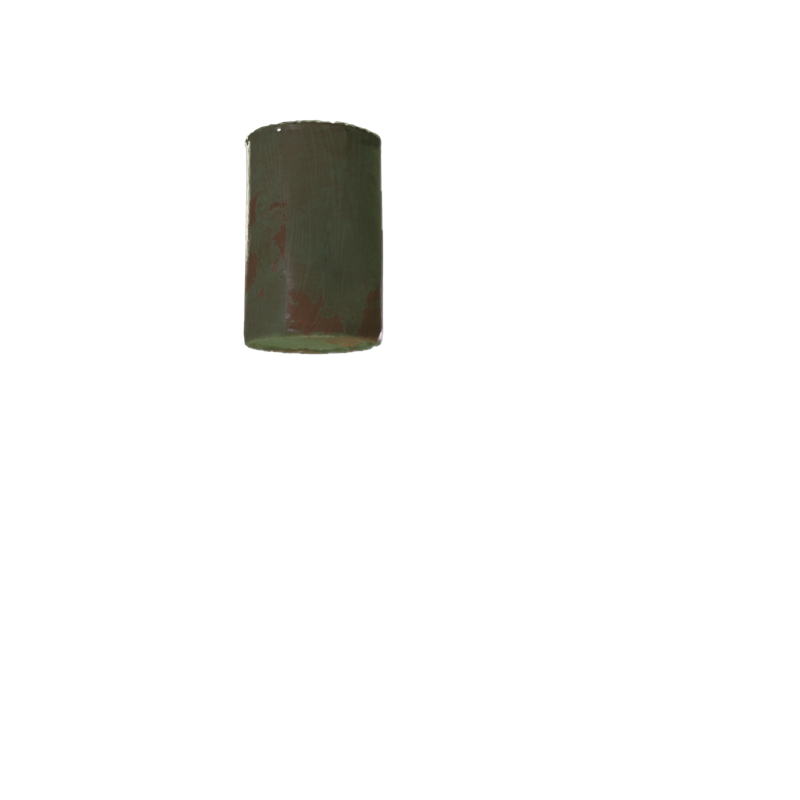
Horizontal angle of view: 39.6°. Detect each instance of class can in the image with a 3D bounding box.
[{"bbox_3d":[-0.042,-0.077,0.538,0.068,0.105,0.067,0,-10,-2],"label":"can"}]
